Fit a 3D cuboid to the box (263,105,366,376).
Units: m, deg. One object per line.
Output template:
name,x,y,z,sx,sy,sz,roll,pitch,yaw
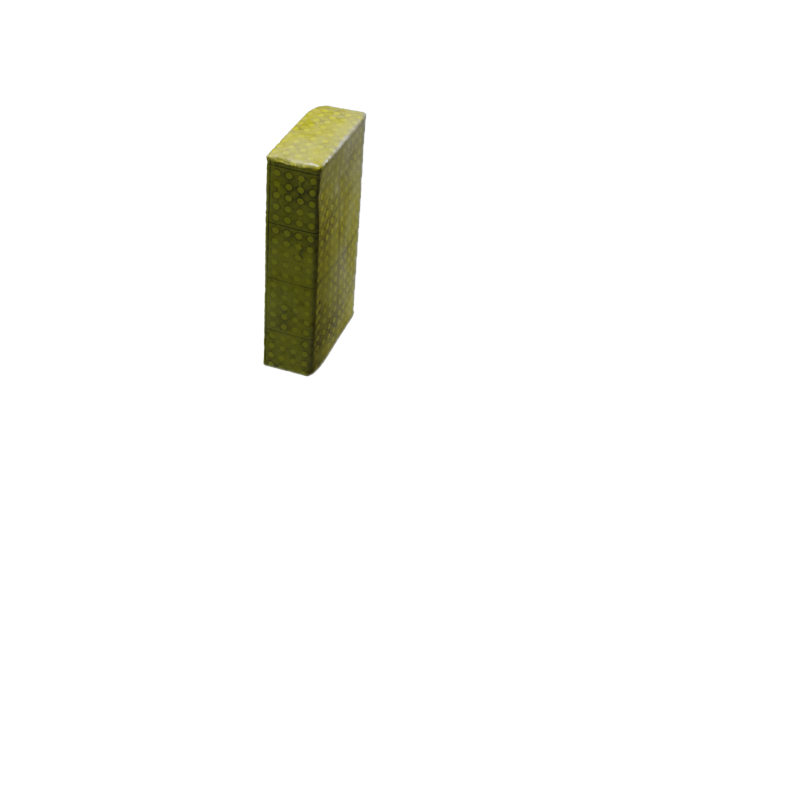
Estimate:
box,-0.063,-0.114,0.797,0.049,0.165,0.097,12,35,14
